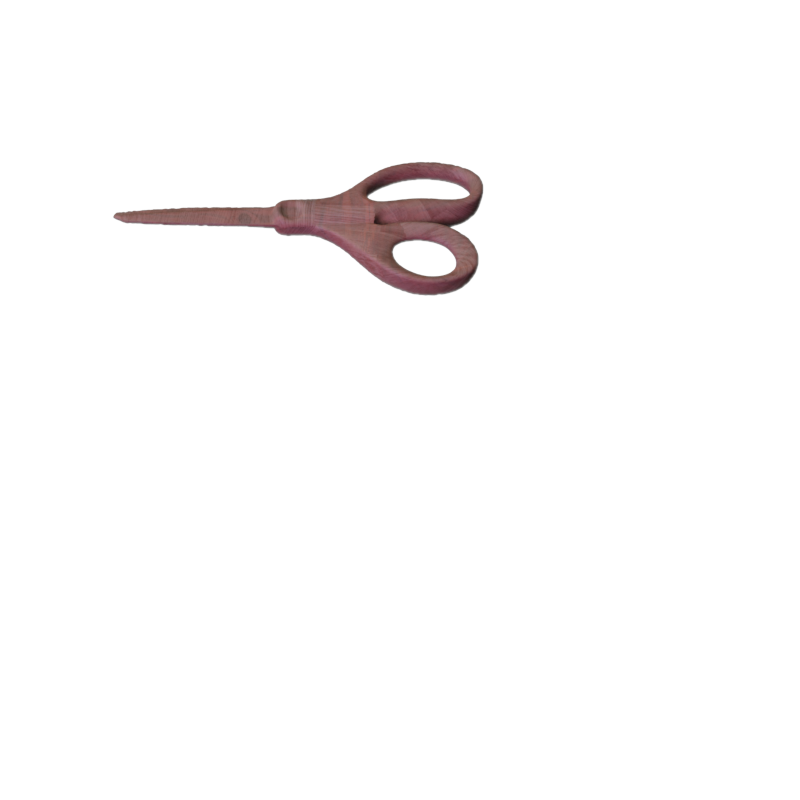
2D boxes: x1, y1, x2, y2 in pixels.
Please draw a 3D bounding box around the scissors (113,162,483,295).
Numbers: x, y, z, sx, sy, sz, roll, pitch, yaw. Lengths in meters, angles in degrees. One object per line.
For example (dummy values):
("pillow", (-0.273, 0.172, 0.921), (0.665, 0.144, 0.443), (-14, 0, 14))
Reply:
("scissors", (-0.046, -0.085, 0.594), (0.200, 0.104, 0.015), (-13, -36, -10))
